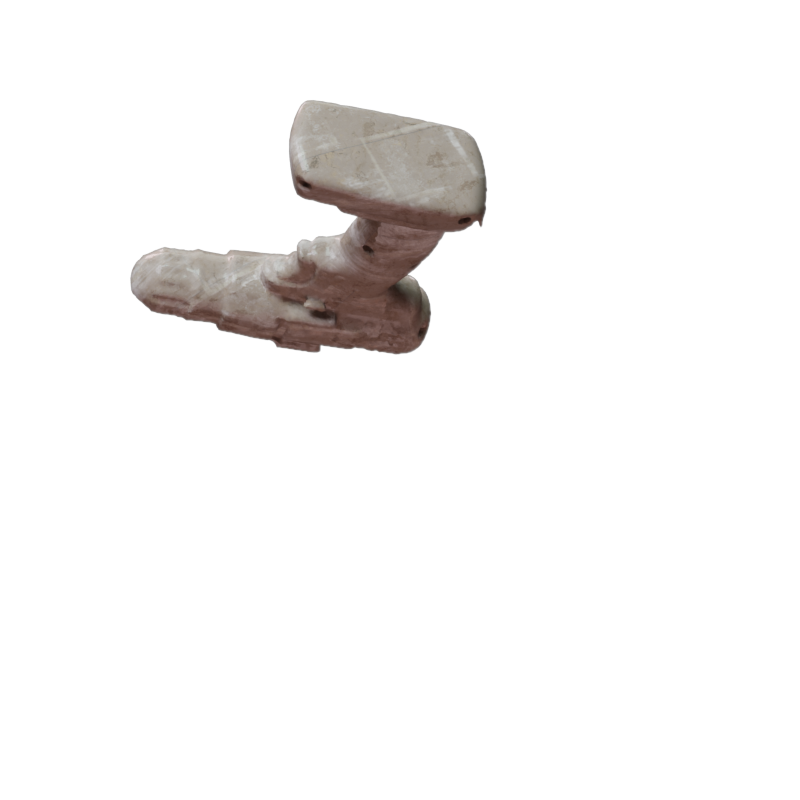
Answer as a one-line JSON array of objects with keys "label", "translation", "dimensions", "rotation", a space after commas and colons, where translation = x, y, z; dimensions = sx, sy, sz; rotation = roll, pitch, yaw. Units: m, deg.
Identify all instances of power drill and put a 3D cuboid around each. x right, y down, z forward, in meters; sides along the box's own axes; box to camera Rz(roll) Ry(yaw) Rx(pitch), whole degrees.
[{"label": "power drill", "translation": [-0.048, -0.088, 0.619], "dimensions": [0.180, 0.061, 0.182], "rotation": [7, -25, -17]}]
